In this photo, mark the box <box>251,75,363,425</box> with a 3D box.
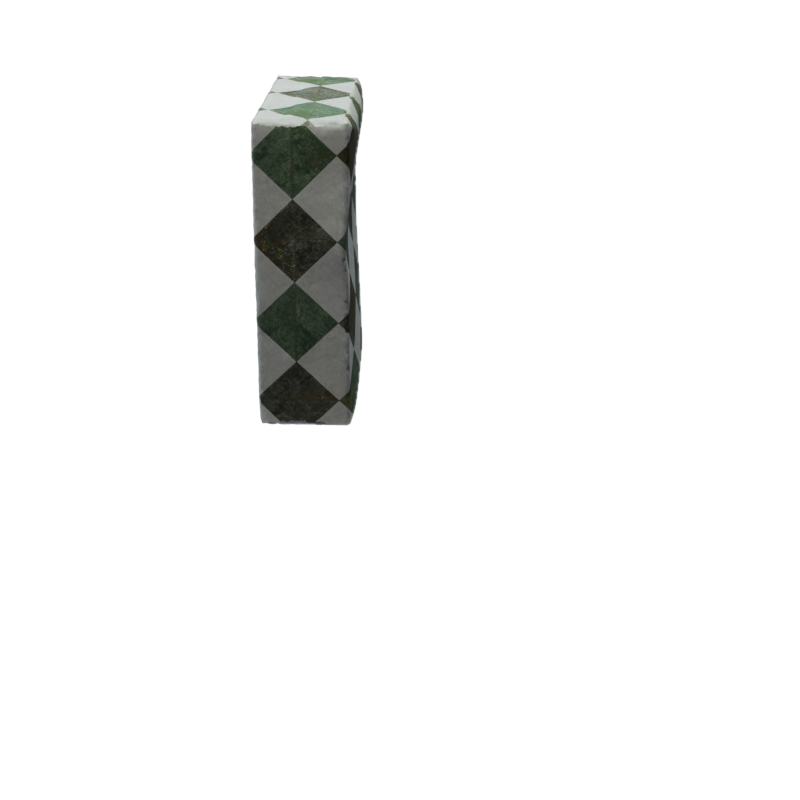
[{"bbox_3d":[-0.062,-0.114,0.798,0.072,0.204,0.172,1,22,0],"label":"box"}]
